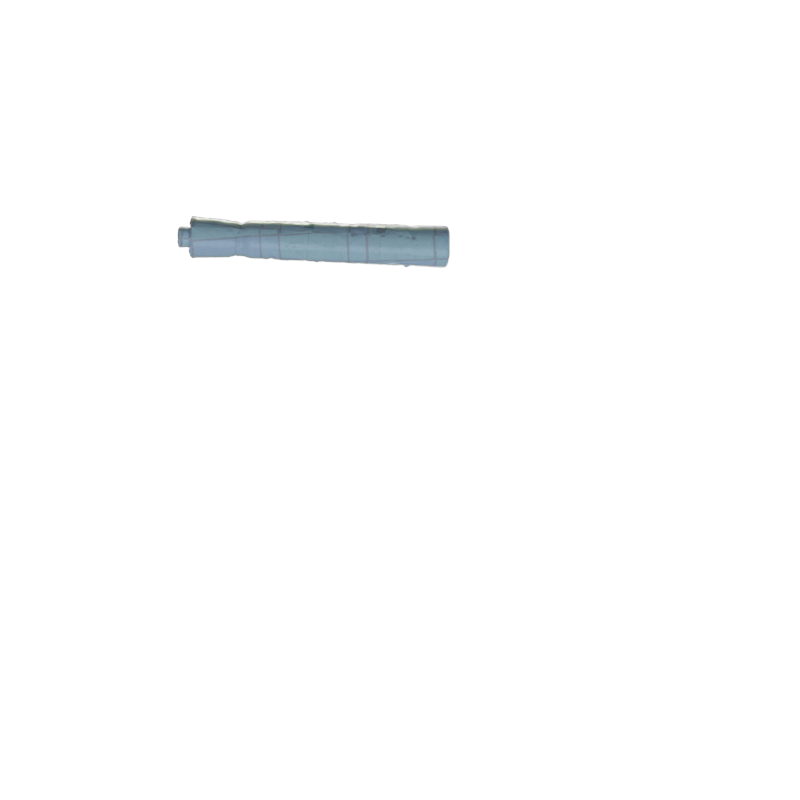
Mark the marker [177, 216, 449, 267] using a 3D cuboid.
[{"bbox_3d":[-0.039,-0.071,0.498,0.121,0.020,0.020,2,4,-2],"label":"marker"}]
